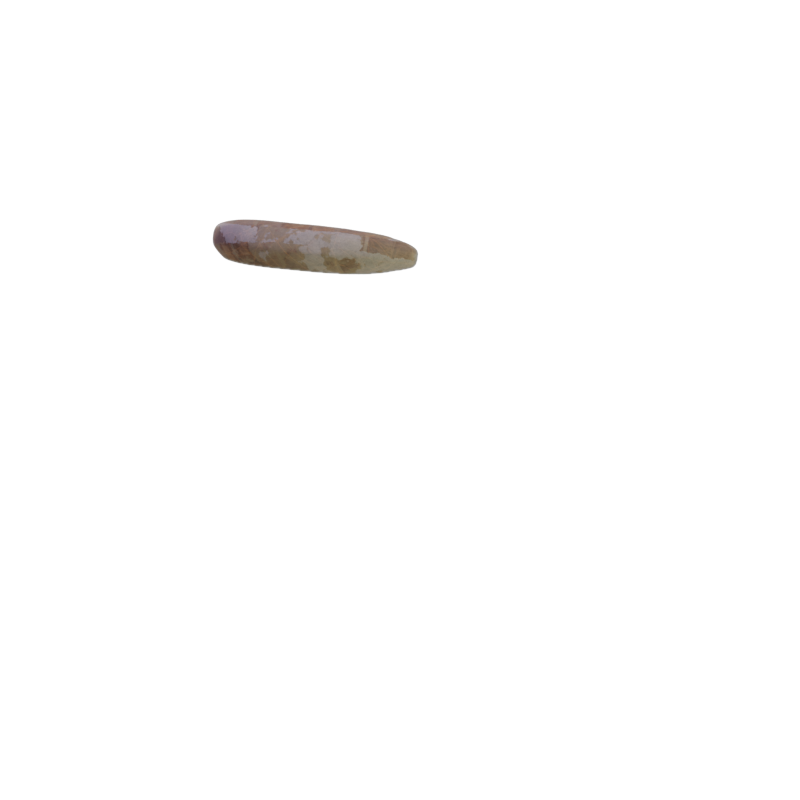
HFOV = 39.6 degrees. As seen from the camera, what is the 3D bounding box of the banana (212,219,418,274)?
[{"bbox_3d":[-0.084,-0.125,0.889,0.207,0.036,0.068,12,18,35],"label":"banana"}]
